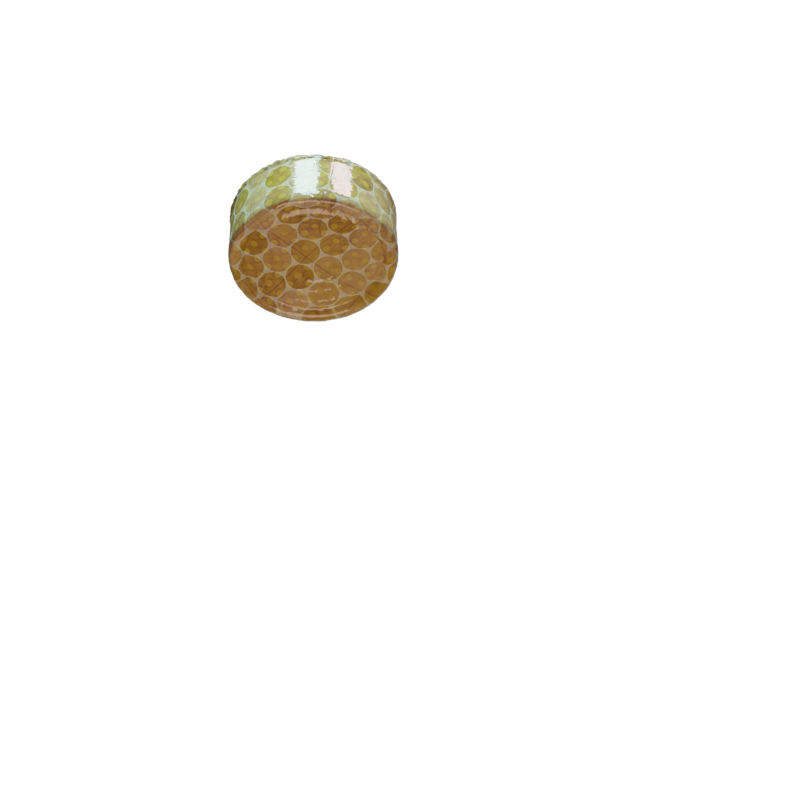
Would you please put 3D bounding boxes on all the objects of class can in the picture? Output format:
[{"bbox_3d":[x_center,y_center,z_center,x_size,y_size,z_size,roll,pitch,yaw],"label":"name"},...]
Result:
[{"bbox_3d":[-0.044,-0.080,0.557,0.086,0.036,0.080,1,-44,-1],"label":"can"}]
